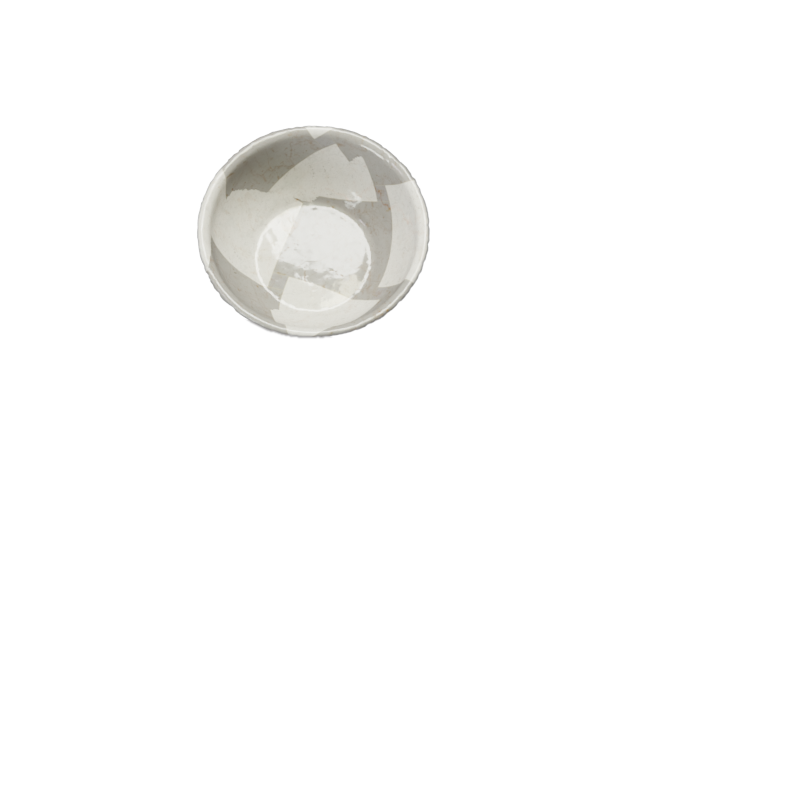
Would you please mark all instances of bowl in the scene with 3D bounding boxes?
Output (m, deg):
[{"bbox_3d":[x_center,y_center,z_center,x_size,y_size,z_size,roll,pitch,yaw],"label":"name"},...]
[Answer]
[{"bbox_3d":[-0.062,-0.113,0.793,0.162,0.171,0.052,-1,-22,-1],"label":"bowl"}]
